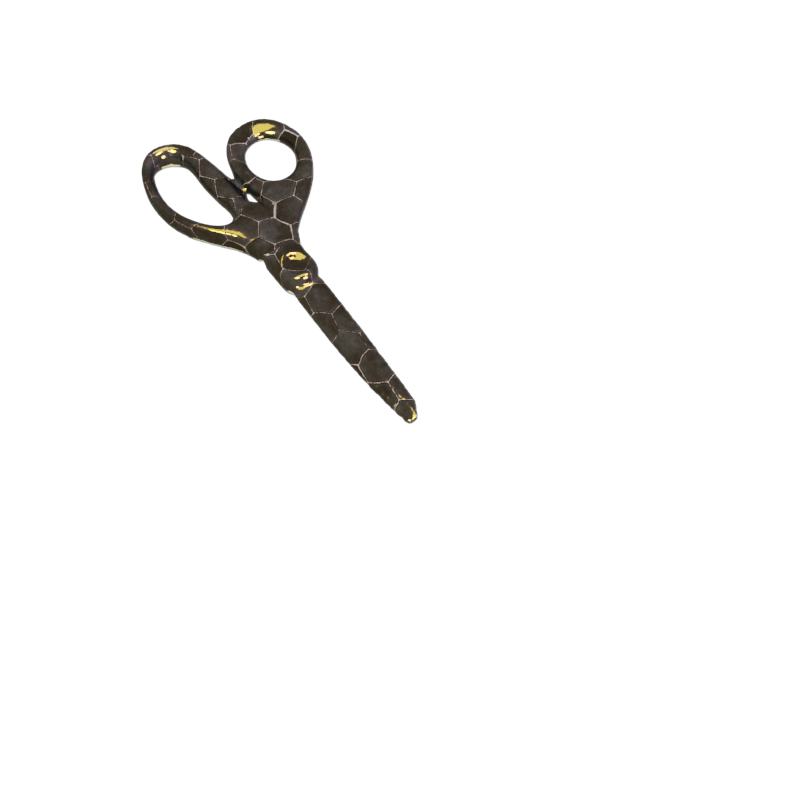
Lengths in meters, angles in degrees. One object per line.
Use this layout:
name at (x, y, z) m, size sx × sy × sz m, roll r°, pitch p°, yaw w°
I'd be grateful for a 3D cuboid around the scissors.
scissors at (-0.043, -0.078, 0.544) m, size 0.213 × 0.015 × 0.097 m, roll 36°, pitch 61°, yaw 24°
